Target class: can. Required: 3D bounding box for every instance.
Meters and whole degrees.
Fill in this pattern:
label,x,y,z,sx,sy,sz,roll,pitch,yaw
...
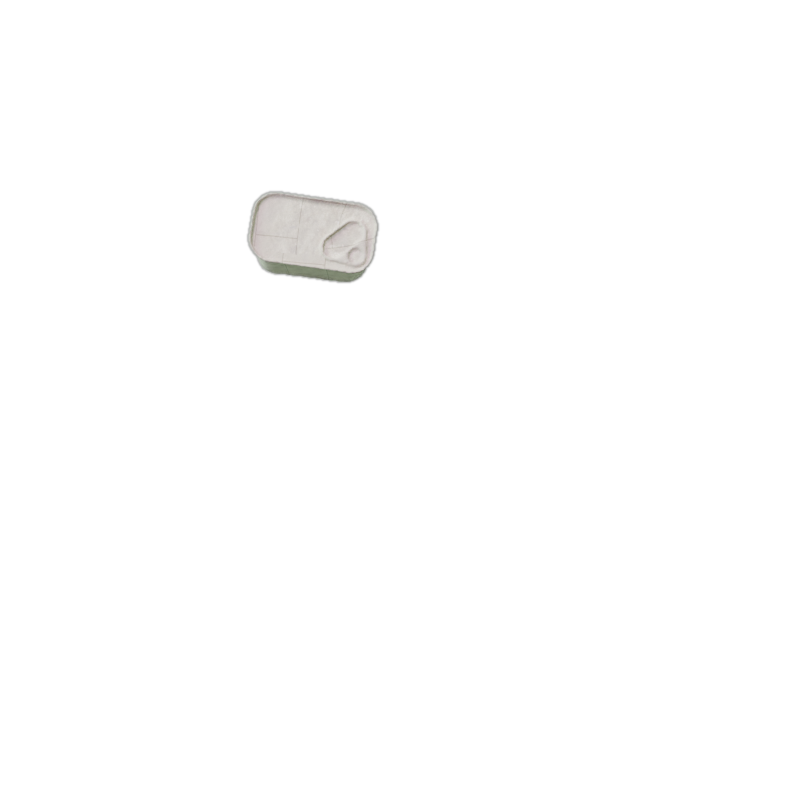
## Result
label,x,y,z,sx,sy,sz,roll,pitch,yaw
can,-0.072,-0.132,0.927,0.102,0.059,0.082,8,-6,-1
